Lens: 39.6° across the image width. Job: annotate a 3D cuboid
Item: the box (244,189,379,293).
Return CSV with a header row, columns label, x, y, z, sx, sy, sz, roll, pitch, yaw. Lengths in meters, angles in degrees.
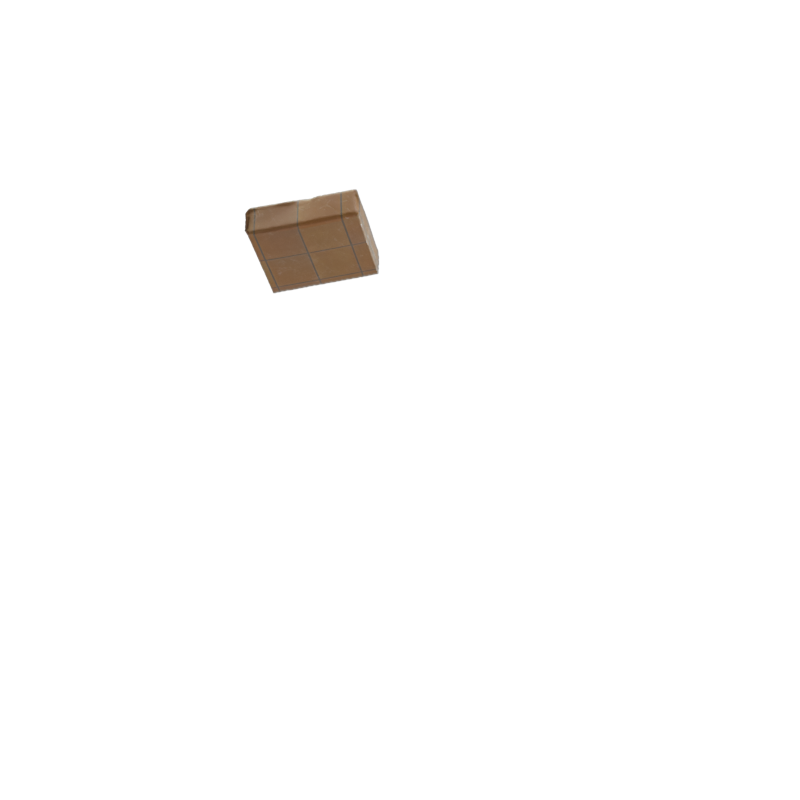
label,x,y,z,sx,sy,sz,roll,pitch,yaw
box,-0.067,-0.122,0.855,0.090,0.032,0.067,-8,-38,11
